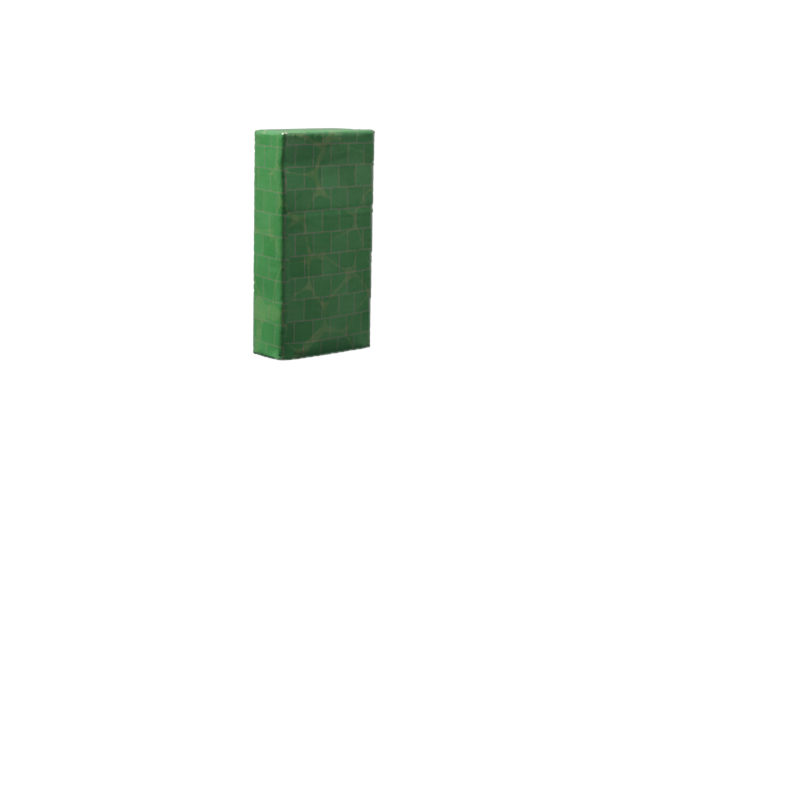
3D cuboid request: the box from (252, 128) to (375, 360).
[{"bbox_3d":[-0.068,-0.124,0.868,0.090,0.173,0.050,-6,10,-40],"label":"box"}]
